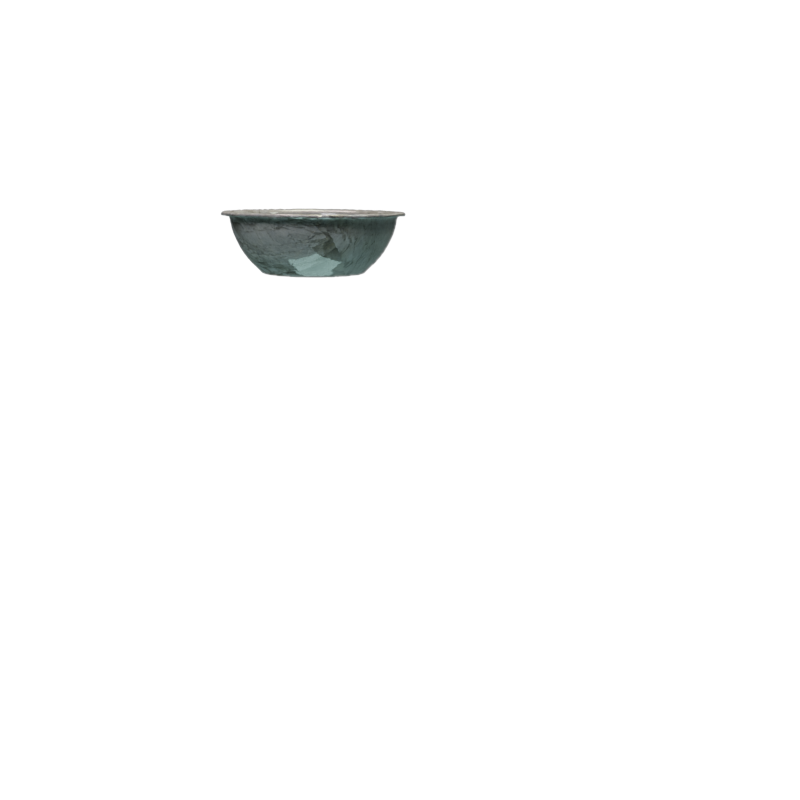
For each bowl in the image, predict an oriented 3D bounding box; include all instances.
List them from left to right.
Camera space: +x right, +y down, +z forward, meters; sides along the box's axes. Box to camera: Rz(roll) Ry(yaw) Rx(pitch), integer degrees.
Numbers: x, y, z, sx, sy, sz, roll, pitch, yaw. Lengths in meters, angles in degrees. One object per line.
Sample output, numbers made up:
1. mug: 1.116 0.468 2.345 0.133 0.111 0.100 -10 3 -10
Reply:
1. bowl: -0.076 -0.139 0.975 0.162 0.054 0.165 0 11 -2
